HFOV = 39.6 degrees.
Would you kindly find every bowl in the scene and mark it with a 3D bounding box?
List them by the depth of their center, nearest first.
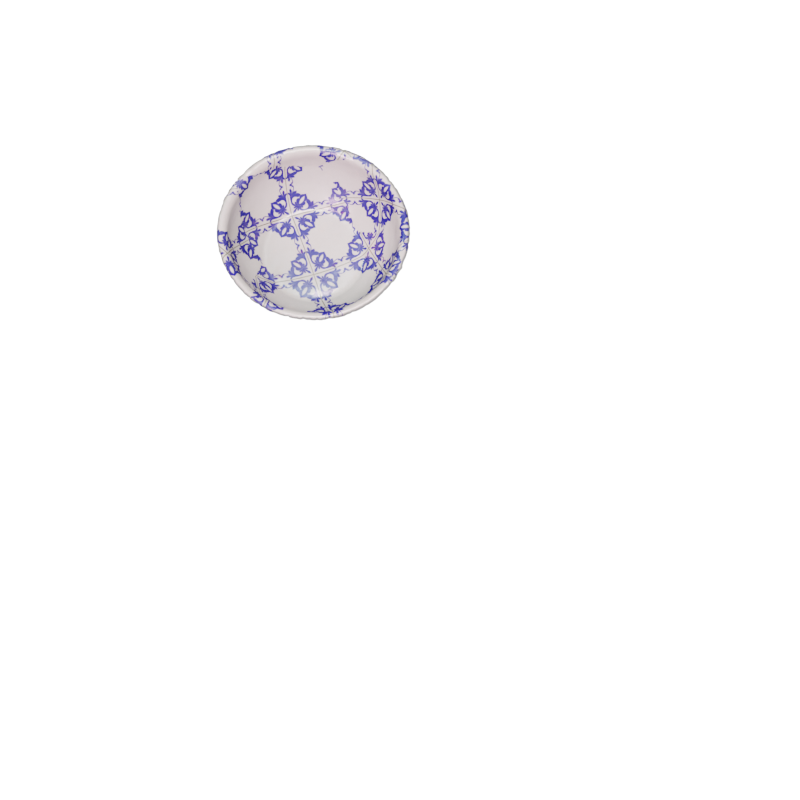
[{"bbox_3d":[-0.075,-0.136,0.952,0.162,0.171,0.052,-1,-23,-1],"label":"bowl"}]
